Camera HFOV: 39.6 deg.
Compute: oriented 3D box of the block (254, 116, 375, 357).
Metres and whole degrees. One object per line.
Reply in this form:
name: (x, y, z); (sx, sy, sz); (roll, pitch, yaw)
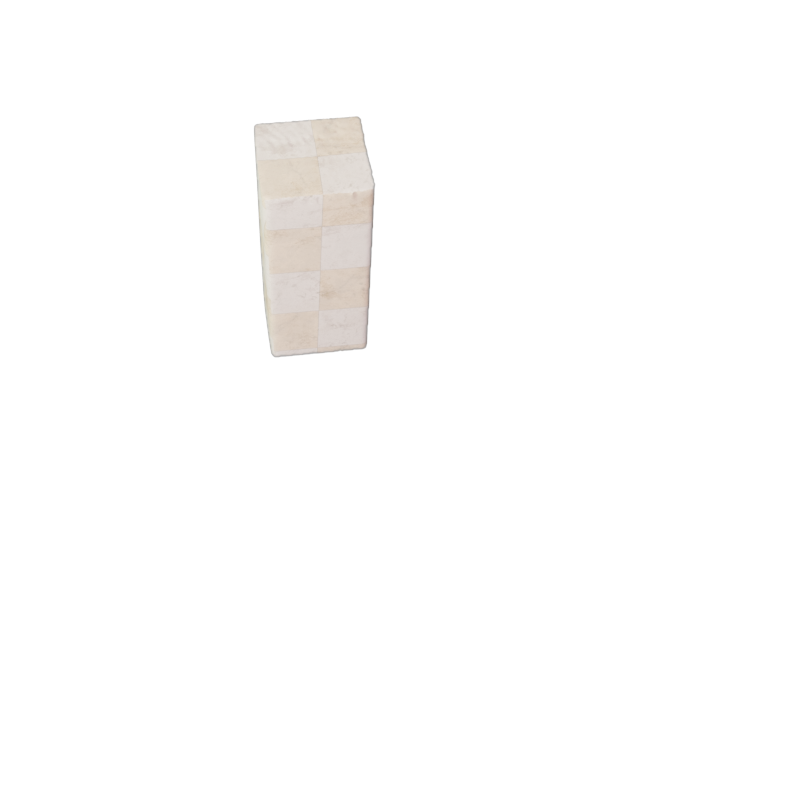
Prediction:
block: (-0.075, -0.136, 0.958); (0.090, 0.097, 0.192); (-5, -37, -7)
